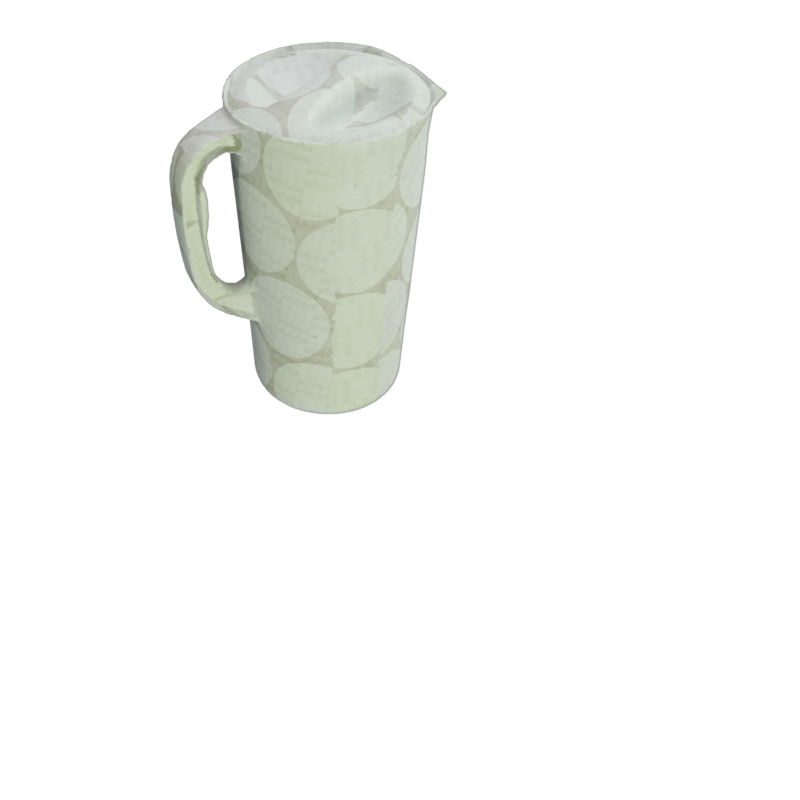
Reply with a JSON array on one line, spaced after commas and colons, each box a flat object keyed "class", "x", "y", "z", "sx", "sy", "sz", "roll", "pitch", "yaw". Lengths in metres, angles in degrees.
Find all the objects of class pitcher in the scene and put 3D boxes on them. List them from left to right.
[{"class": "pitcher", "x": -0.059, "y": -0.107, "z": 0.752, "sx": 0.152, "sy": 0.227, "sz": 0.152, "roll": 12, "pitch": 40, "yaw": 11}]
